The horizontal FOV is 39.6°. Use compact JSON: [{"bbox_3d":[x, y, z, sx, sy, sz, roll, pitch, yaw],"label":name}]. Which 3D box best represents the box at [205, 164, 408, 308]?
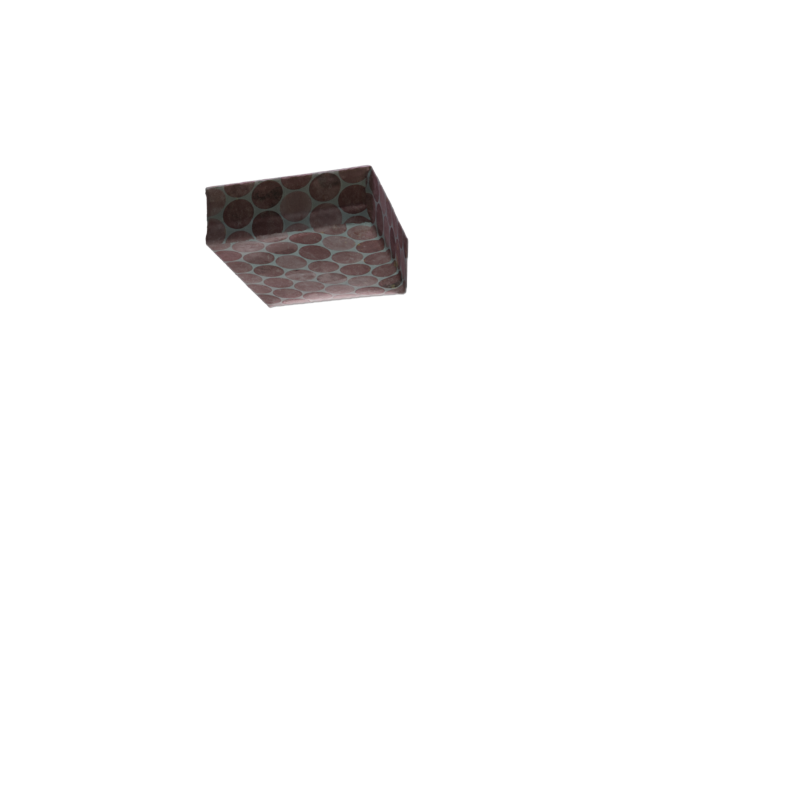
[{"bbox_3d":[-0.048,-0.088,0.614,0.091,0.041,0.107,-4,-17,12],"label":"box"}]
